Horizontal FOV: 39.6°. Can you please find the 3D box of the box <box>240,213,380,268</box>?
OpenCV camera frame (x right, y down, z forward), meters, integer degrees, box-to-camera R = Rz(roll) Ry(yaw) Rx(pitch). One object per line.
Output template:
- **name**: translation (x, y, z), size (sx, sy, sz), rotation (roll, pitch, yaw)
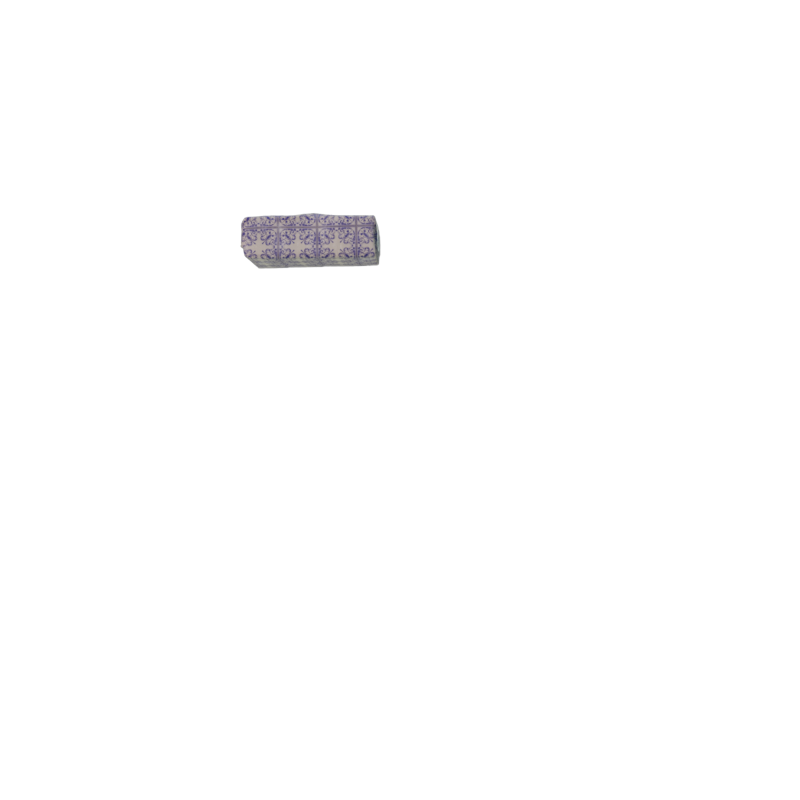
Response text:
- **box**: translation (-0.059, -0.107, 0.752), size (0.090, 0.030, 0.072), rotation (0, 0, 3)
